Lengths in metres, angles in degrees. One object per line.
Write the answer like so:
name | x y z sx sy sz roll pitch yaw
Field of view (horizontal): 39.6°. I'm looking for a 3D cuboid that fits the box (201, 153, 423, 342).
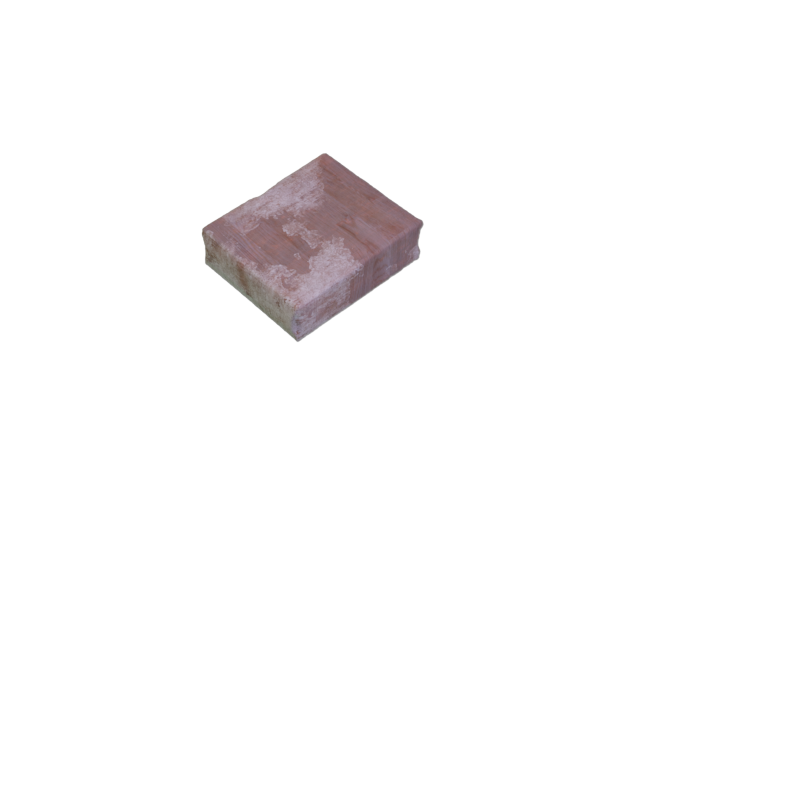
box | -0.044 -0.081 0.566 0.090 0.028 0.078 -36 59 -27
